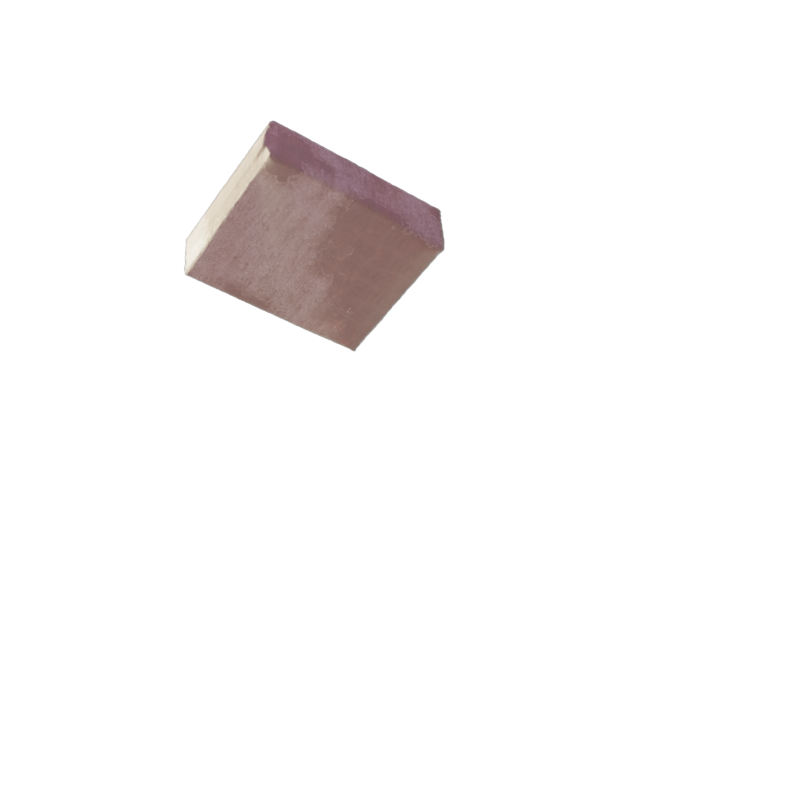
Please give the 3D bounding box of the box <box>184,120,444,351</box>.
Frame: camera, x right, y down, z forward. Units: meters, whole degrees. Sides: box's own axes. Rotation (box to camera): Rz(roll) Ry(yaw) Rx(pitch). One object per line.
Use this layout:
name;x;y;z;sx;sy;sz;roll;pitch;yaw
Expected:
box;-0.046;-0.085;0.594;0.109;0.042;0.087;27;-55;-21
